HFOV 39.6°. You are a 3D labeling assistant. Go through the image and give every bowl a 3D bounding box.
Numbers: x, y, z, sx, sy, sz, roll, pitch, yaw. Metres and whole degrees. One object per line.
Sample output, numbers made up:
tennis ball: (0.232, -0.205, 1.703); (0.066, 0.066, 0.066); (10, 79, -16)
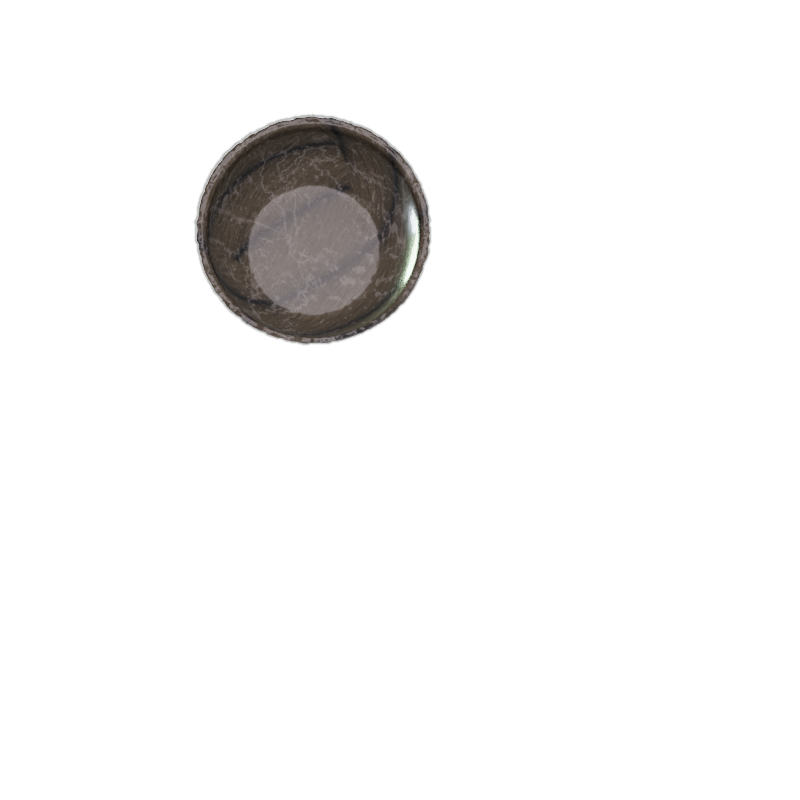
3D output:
bowl: (-0.058, -0.106, 0.740); (0.162, 0.156, 0.057); (0, 16, -1)
